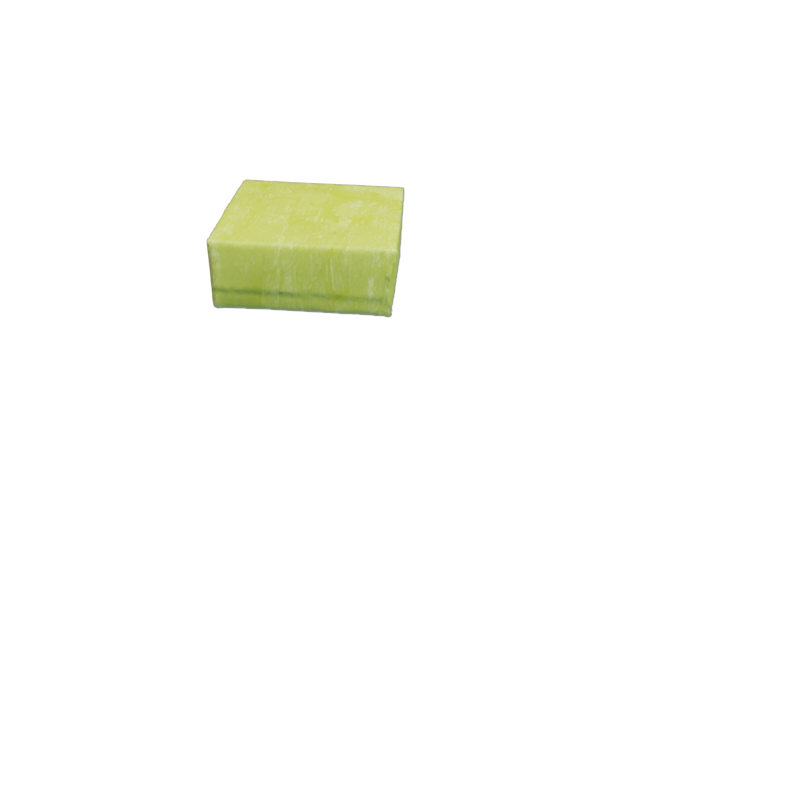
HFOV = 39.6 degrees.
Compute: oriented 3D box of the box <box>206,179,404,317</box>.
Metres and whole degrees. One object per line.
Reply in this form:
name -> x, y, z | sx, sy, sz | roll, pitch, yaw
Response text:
box -> -0.044, -0.081, 0.565 | 0.090, 0.037, 0.119 | 2, 27, 3
